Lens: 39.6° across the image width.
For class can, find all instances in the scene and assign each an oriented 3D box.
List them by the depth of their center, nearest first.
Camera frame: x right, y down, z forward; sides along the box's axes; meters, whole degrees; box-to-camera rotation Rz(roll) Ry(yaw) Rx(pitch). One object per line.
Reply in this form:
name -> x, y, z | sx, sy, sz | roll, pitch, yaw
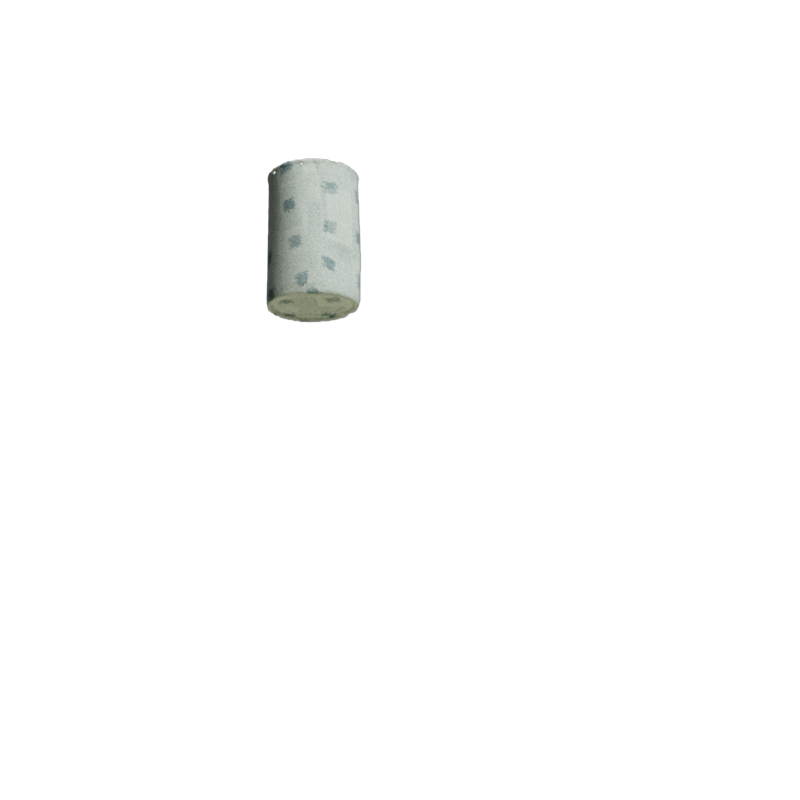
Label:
can -> -0.063, -0.115, 0.803 | 0.068, 0.107, 0.065 | 0, -20, -2
